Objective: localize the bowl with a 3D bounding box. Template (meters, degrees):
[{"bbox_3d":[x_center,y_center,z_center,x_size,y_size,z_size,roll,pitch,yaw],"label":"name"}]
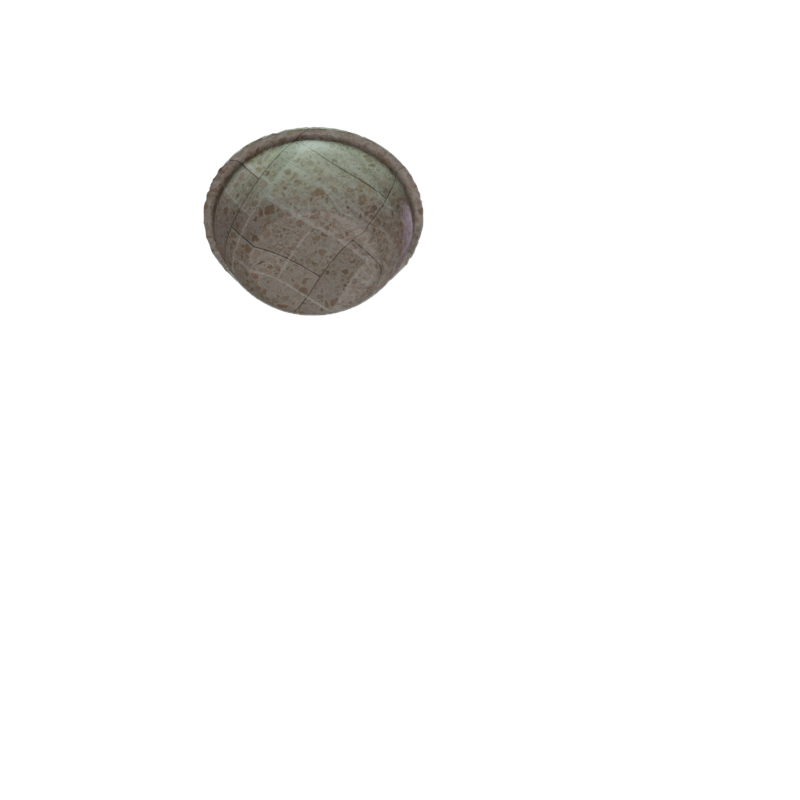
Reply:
[{"bbox_3d":[-0.062,-0.113,0.794,0.162,0.151,0.059,1,40,-1],"label":"bowl"}]
